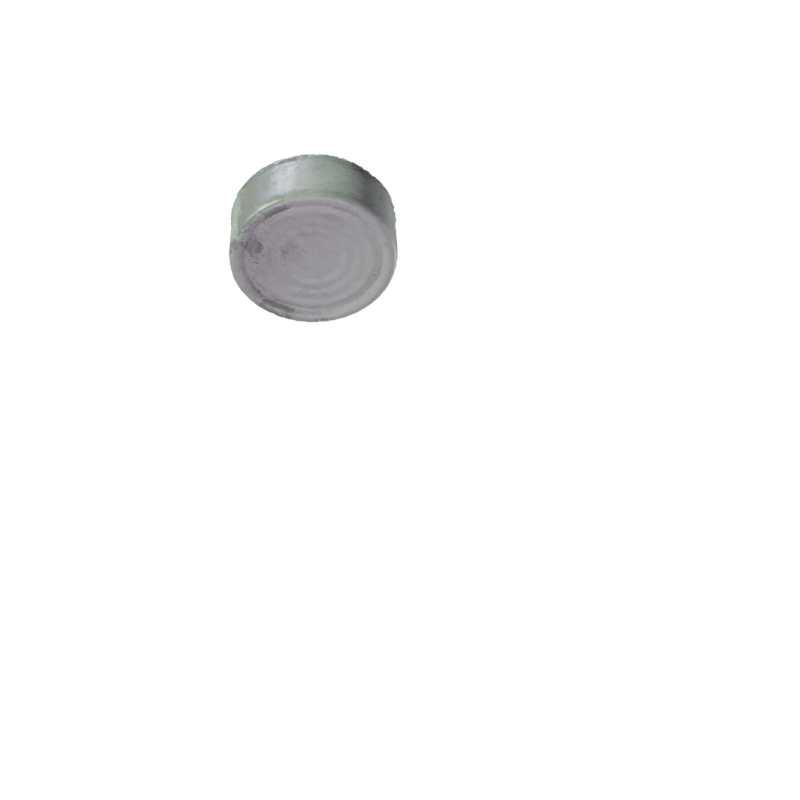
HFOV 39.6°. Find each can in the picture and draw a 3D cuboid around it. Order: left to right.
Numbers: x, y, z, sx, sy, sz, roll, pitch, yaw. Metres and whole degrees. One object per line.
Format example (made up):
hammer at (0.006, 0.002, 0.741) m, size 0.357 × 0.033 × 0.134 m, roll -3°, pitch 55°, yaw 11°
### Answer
can at (-0.044, -0.080, 0.564) m, size 0.086 × 0.080 × 0.036 m, roll 1°, pitch 42°, yaw -1°
